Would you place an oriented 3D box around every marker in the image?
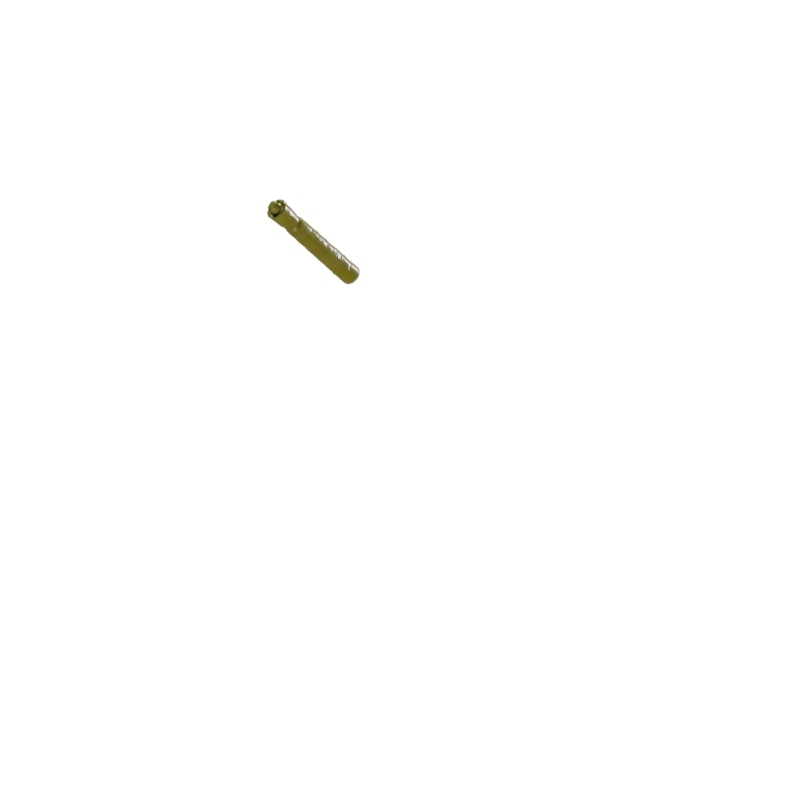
[{"bbox_3d":[-0.076,-0.138,0.965,0.021,0.020,0.112,3,-25,40],"label":"marker"}]
